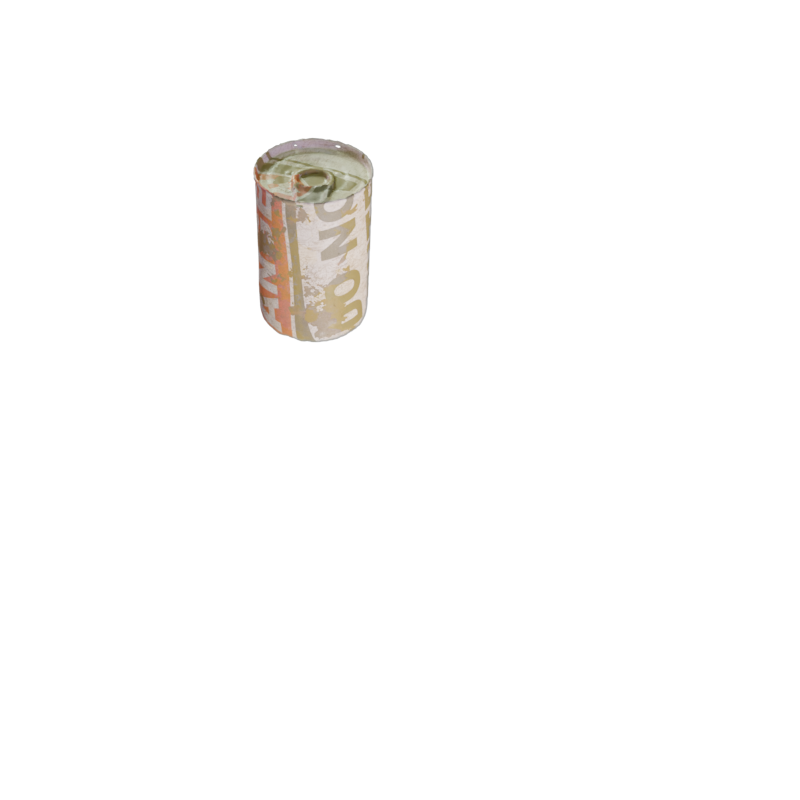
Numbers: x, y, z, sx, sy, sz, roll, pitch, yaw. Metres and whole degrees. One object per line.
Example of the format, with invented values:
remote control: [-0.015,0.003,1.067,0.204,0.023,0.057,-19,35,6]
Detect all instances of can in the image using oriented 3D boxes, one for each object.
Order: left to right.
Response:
can: [-0.051,-0.093,0.653,0.068,0.095,0.073,0,40,-3]
